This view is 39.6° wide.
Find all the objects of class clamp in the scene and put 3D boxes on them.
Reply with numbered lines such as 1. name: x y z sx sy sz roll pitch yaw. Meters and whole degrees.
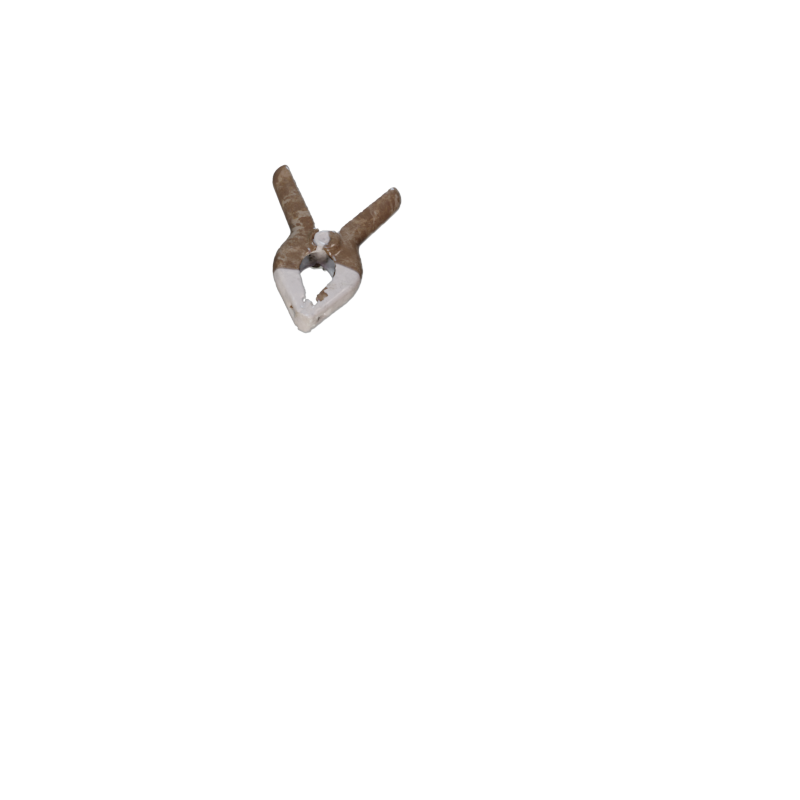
1. clamp: -0.078 -0.142 0.992 0.123 0.180 0.037 14 -36 10
